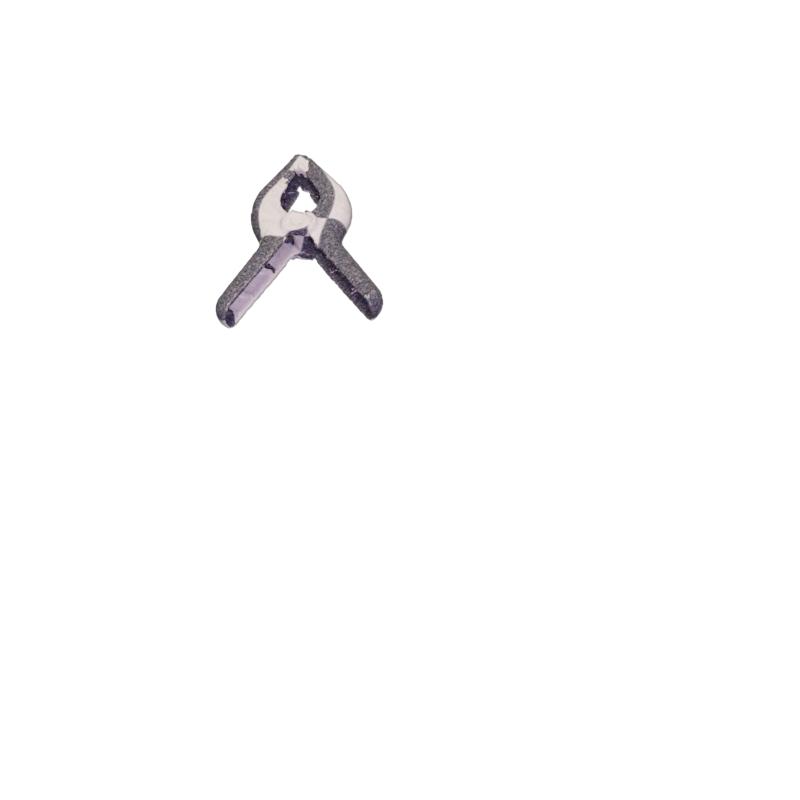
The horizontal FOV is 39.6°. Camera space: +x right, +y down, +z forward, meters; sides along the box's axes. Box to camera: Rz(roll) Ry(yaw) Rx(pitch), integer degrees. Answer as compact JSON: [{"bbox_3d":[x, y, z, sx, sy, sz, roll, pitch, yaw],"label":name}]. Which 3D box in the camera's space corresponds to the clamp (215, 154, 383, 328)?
[{"bbox_3d":[-0.066,-0.121,0.846,0.121,0.182,0.037,6,-37,4],"label":"clamp"}]
